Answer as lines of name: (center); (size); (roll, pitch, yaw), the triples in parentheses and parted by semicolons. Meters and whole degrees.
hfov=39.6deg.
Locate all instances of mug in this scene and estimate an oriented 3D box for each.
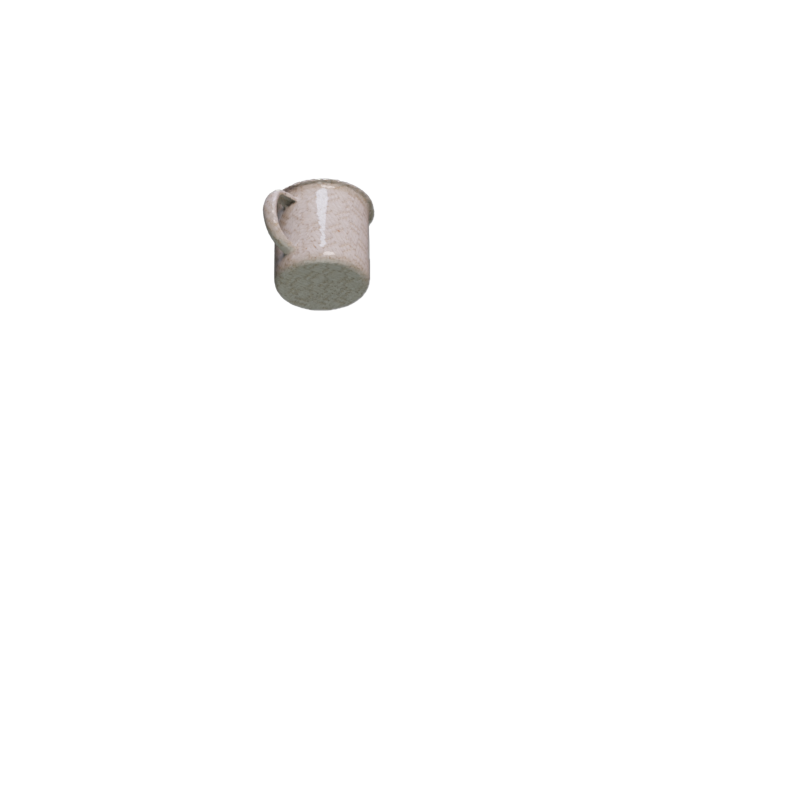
mug: (-0.074, -0.135, 0.948); (0.094, 0.087, 0.109); (-22, -38, 29)
